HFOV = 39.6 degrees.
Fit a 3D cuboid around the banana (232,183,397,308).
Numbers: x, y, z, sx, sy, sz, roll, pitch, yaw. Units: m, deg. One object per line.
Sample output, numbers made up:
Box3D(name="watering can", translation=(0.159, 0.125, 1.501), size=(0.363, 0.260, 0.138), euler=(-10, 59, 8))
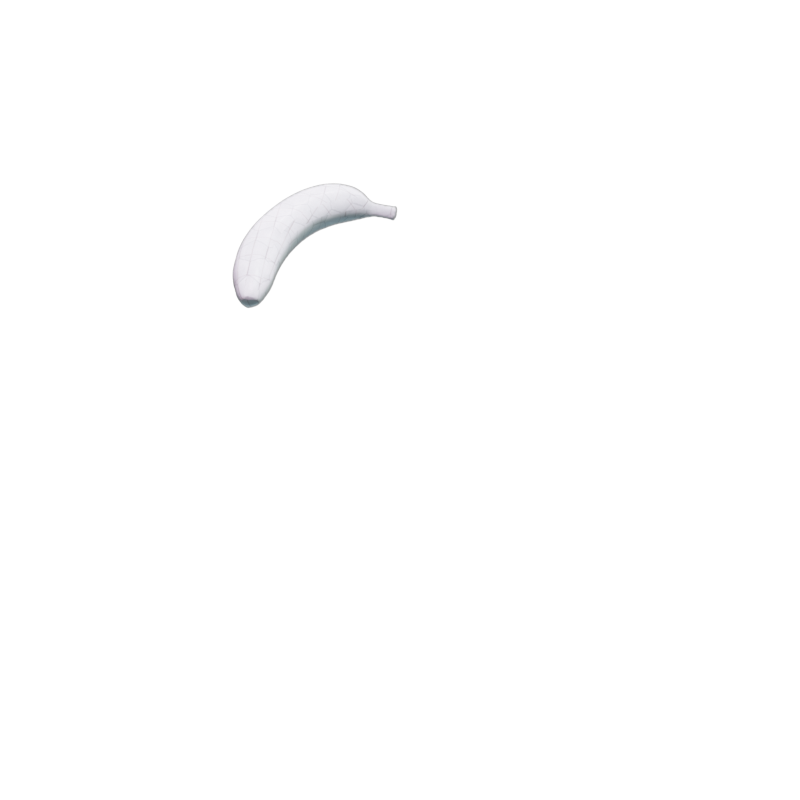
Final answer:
Box3D(name="banana", translation=(-0.083, -0.138, 0.912), size=(0.073, 0.034, 0.200), euler=(23, 42, 27))
